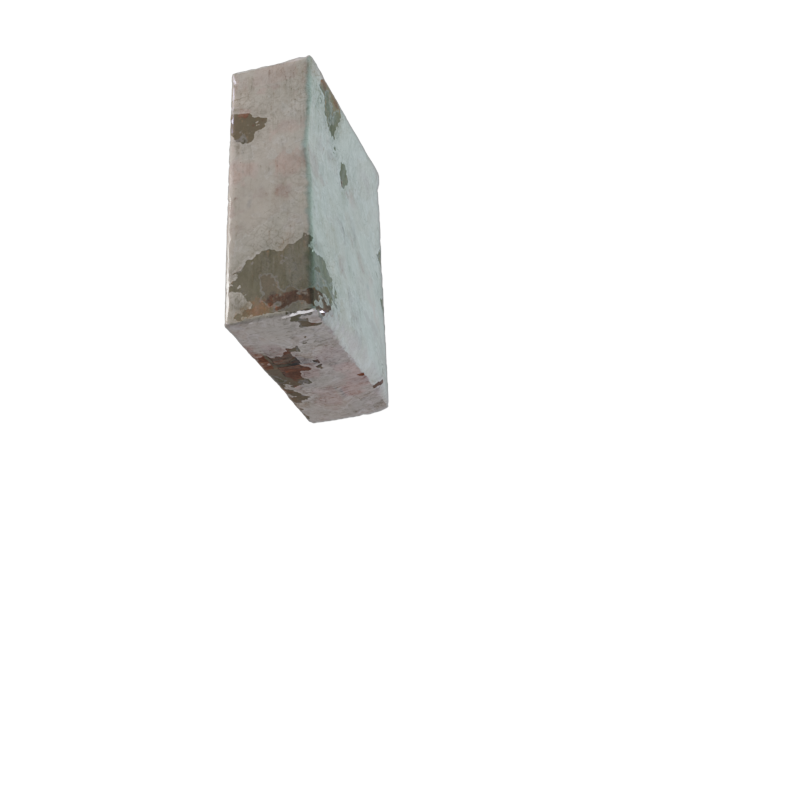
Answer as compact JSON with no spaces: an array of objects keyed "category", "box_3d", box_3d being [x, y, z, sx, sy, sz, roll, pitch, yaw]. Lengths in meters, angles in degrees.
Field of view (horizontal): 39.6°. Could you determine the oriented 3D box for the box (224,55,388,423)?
[{"category":"box","box_3d":[-0.063,-0.115,0.804,0.073,0.228,0.152,-11,-31,15]}]
